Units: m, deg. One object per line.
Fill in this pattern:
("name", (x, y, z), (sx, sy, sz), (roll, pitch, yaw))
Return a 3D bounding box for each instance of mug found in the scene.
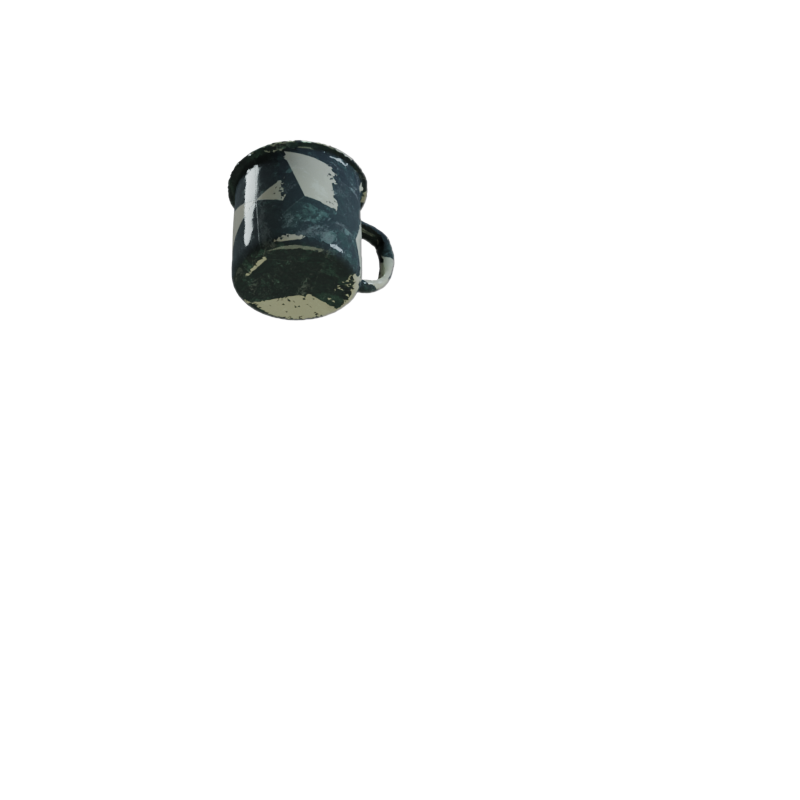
("mug", (-0.056, -0.102, 0.714), (0.112, 0.087, 0.091), (19, -41, -26))
